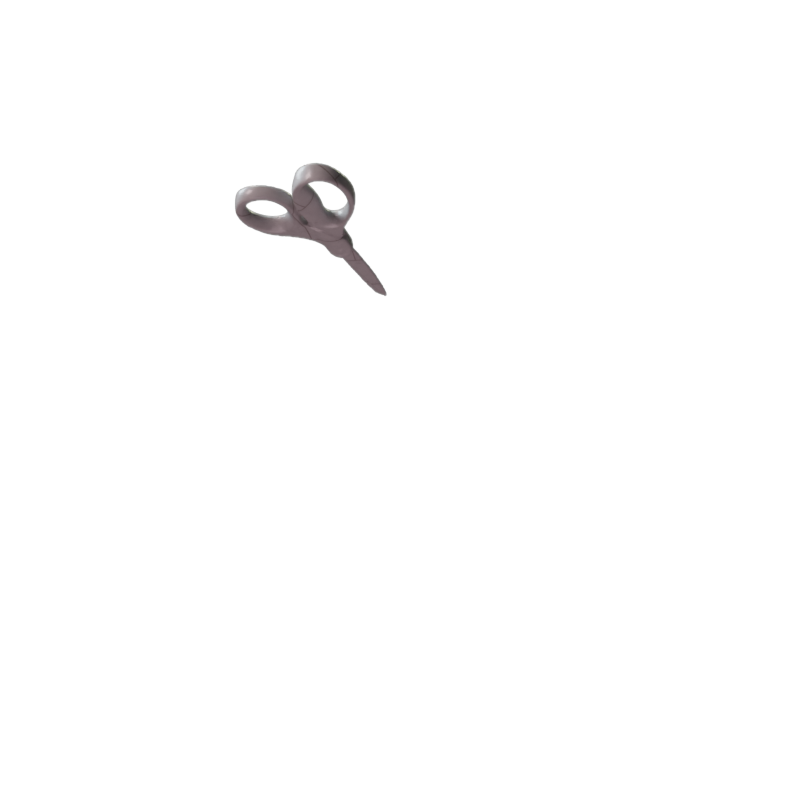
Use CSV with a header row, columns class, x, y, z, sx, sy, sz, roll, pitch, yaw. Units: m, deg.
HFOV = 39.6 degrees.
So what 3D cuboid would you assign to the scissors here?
class,x,y,z,sx,sy,sz,roll,pitch,yaw
scissors,-0.066,-0.121,0.847,0.097,0.017,0.189,-2,-22,5
